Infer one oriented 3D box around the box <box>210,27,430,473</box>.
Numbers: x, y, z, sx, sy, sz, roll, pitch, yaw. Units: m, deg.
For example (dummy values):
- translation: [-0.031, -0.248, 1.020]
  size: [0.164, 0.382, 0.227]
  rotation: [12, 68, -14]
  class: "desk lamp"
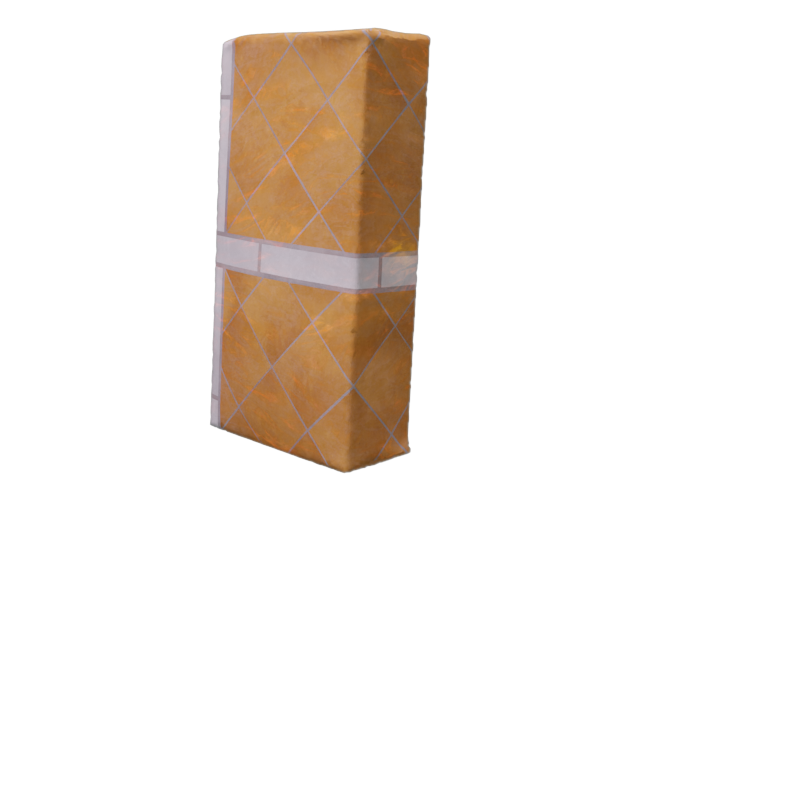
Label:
- translation: [-0.038, -0.068, 0.475]
  size: [0.098, 0.173, 0.047]
  rotation: [9, 11, 44]
  class: "box"
